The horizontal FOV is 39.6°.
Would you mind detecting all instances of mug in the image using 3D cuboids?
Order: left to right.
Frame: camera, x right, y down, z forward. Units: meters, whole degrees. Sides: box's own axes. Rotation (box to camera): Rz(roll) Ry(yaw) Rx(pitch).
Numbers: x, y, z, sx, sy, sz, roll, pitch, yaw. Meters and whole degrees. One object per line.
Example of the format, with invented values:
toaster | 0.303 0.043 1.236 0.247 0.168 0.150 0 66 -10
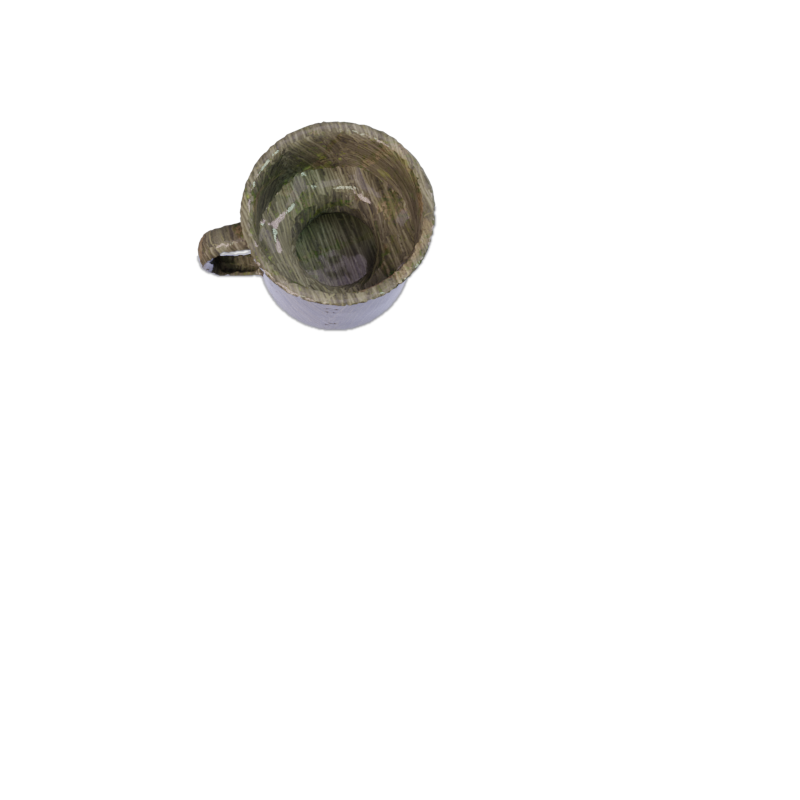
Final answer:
mug | -0.044 -0.080 0.563 0.117 0.097 0.079 -12 -14 -5
